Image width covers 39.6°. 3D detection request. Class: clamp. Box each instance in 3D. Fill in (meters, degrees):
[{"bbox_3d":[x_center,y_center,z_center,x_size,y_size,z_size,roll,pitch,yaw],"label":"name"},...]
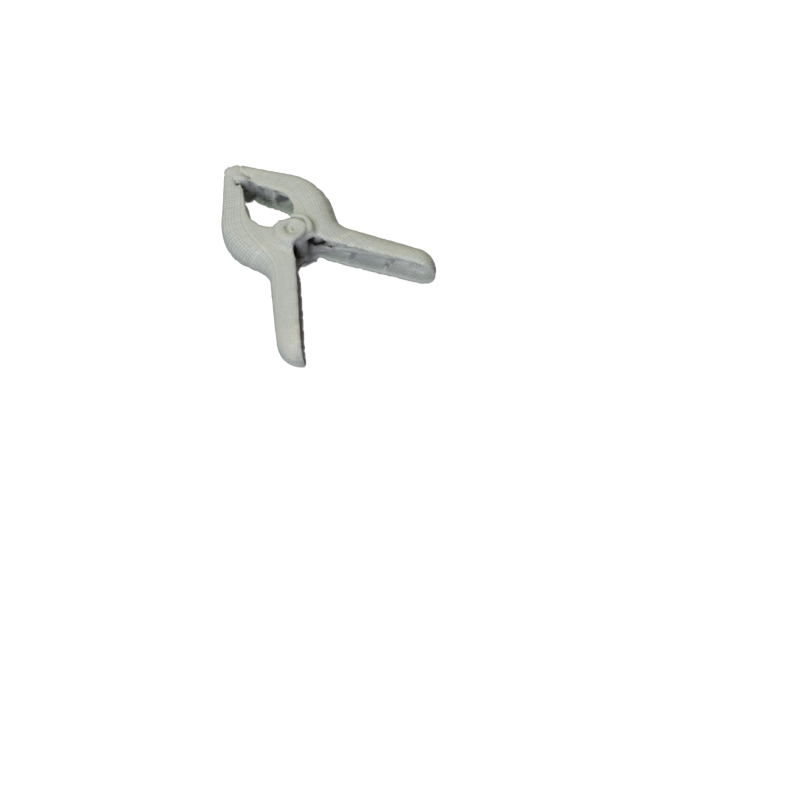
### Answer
[{"bbox_3d":[-0.060,-0.109,0.762,0.119,0.185,0.037,-23,-34,-17],"label":"clamp"}]
